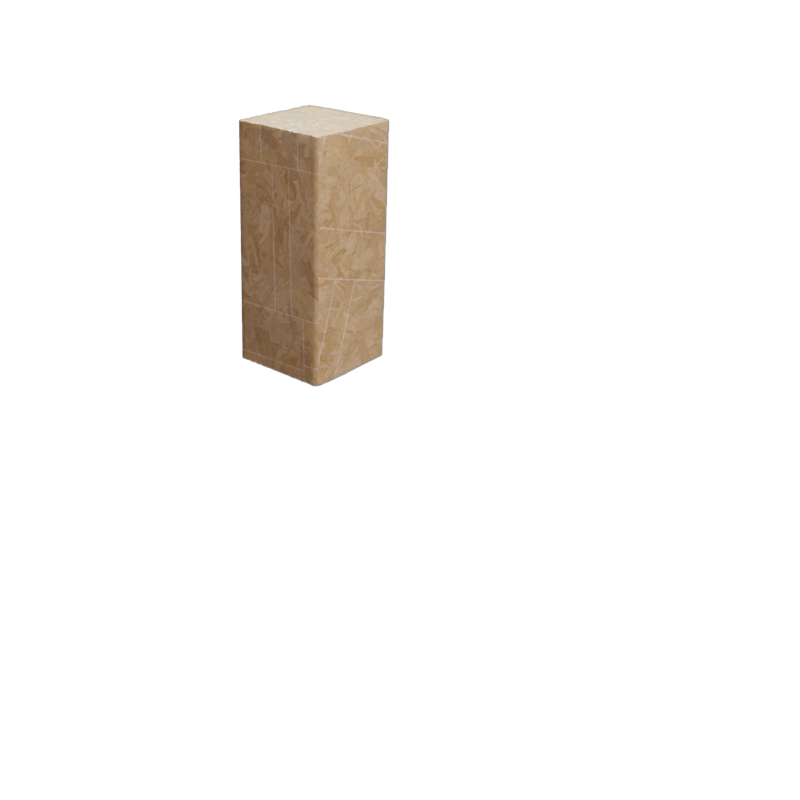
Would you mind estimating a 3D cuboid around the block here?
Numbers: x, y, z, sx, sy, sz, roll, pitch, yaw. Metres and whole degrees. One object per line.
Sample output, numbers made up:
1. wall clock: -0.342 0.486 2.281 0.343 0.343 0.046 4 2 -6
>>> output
1. block: -0.071 -0.131 0.917 0.096 0.197 0.089 17 25 37
